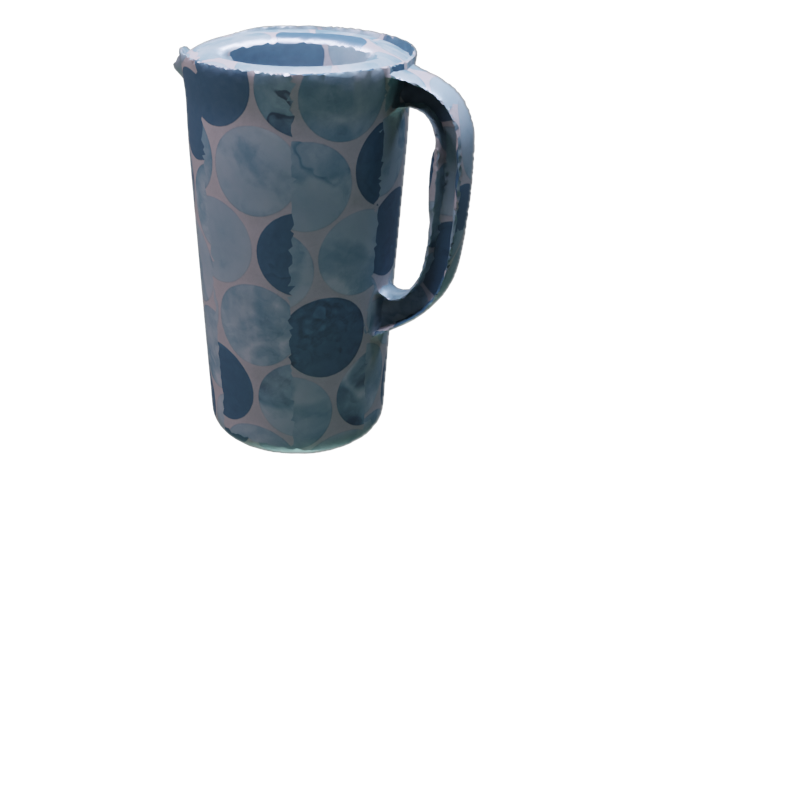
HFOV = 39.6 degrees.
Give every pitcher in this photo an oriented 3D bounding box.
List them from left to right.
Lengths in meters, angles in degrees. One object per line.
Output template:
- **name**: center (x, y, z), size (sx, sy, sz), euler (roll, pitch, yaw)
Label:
- **pitcher**: center (-0.051, -0.093, 0.654), size (0.142, 0.231, 0.159), euler (-6, 25, -17)
